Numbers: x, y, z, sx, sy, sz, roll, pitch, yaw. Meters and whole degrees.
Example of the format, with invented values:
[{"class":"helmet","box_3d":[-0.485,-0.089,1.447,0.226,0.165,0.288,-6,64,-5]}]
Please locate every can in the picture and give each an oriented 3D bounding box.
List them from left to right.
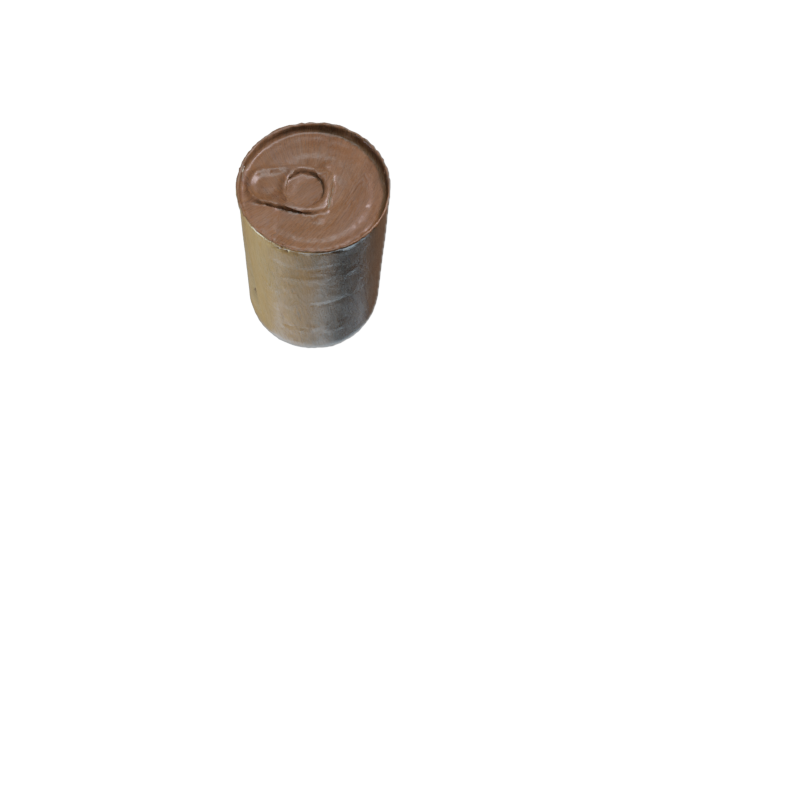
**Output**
[{"class":"can","box_3d":[-0.041,-0.075,0.526,0.068,0.073,0.097,0,-25,-3]}]
